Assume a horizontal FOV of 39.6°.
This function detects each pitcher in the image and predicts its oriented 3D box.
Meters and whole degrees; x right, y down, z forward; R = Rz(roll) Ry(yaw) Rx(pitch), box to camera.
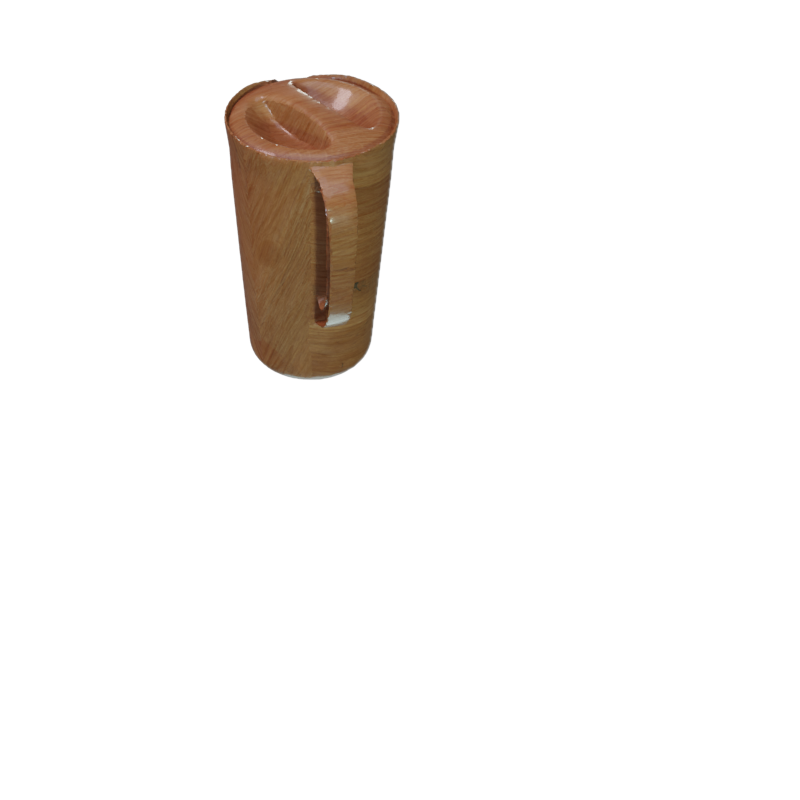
[{"bbox_3d":[-0.071,-0.129,0.901,0.151,0.227,0.153,21,44,20],"label":"pitcher"}]
